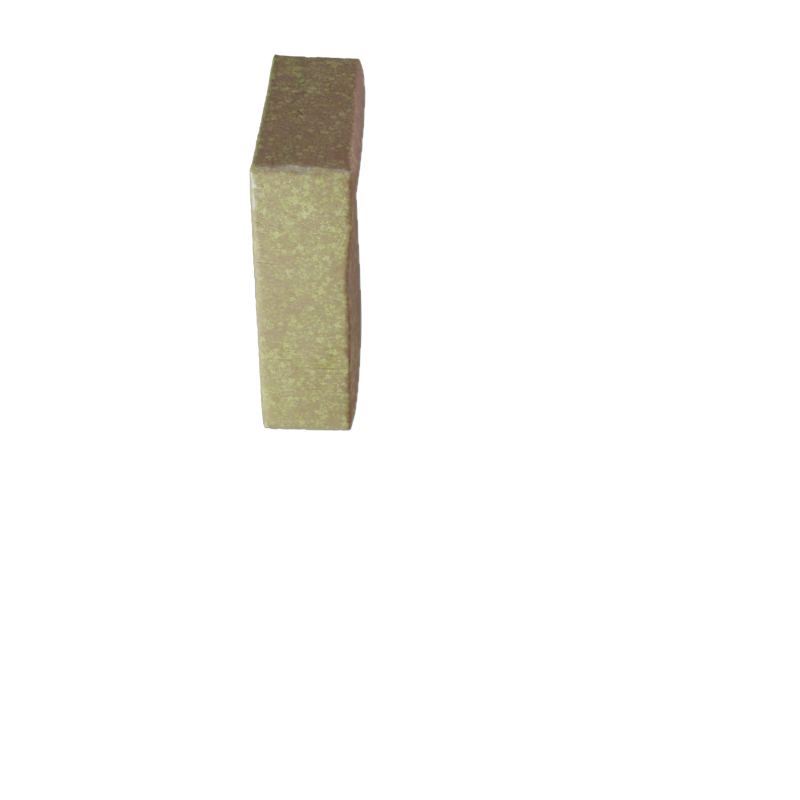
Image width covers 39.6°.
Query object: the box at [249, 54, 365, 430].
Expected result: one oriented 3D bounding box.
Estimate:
[{"bbox_3d":[-0.061,-0.111,0.780,0.072,0.200,0.175,2,39,-2],"label":"box"}]
